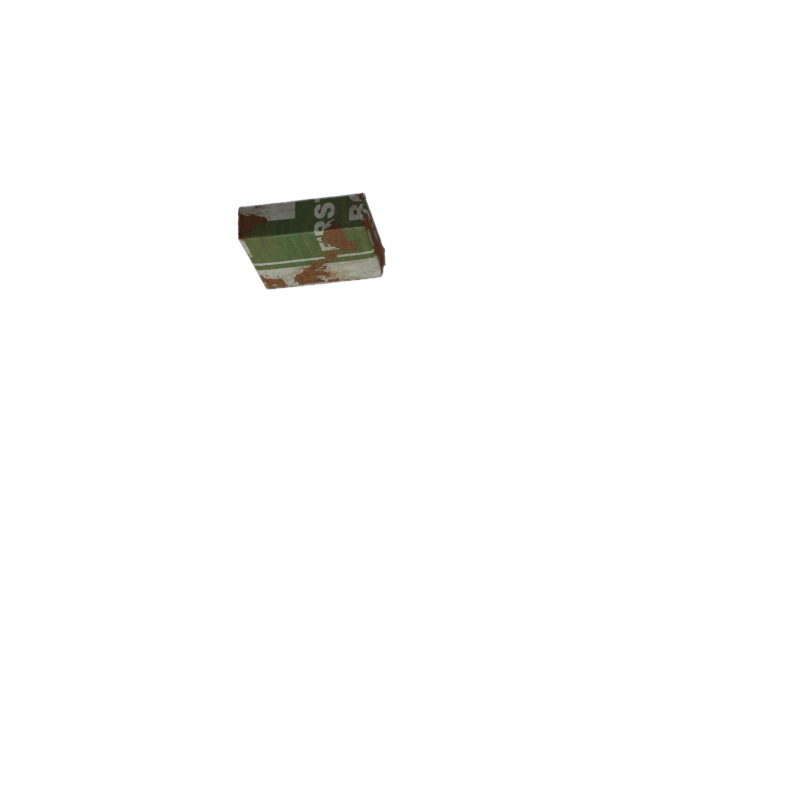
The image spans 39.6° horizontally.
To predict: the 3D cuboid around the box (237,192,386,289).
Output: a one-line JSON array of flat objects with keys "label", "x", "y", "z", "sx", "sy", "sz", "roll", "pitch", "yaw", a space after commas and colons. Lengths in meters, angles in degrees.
[{"label": "box", "x": -0.060, "y": -0.109, "z": 0.765, "sx": 0.090, "sy": 0.032, "sz": 0.068, "roll": -5, "pitch": -25, "yaw": 10}]
